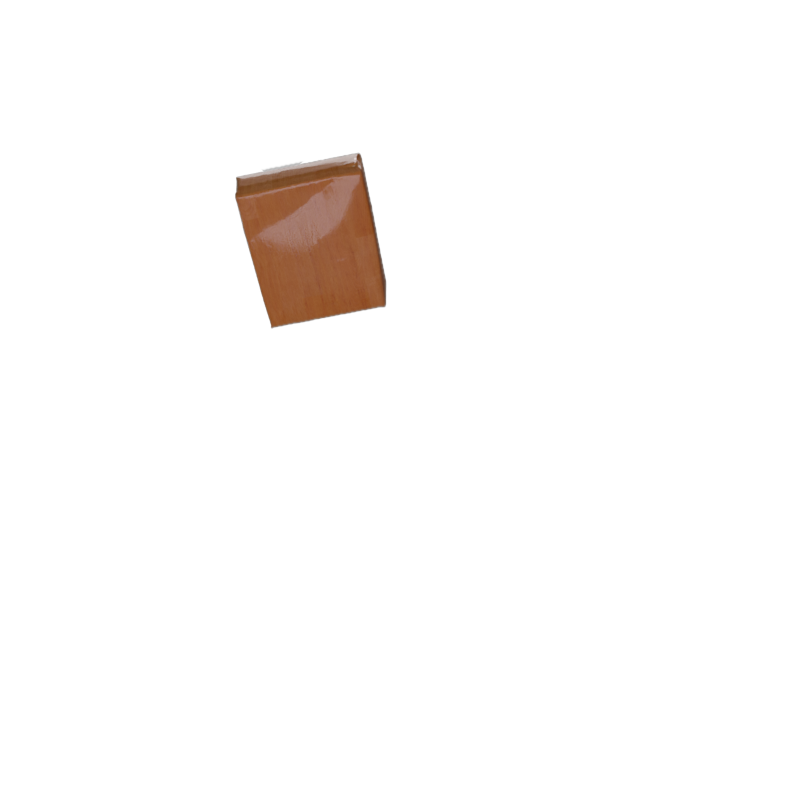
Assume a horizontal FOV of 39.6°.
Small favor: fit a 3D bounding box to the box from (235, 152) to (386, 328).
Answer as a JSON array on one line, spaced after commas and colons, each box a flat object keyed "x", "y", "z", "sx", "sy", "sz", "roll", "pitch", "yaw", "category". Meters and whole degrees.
[{"x": -0.061, "y": -0.112, "z": 0.786, "sx": 0.090, "sy": 0.107, "sz": 0.041, "roll": -9, "pitch": 28, "yaw": 4, "category": "box"}]
